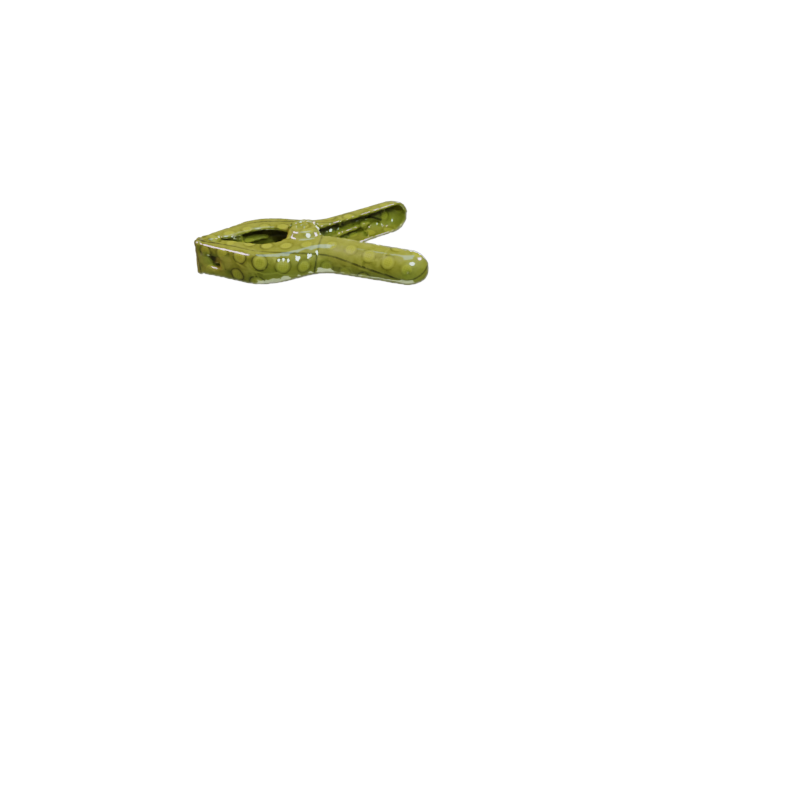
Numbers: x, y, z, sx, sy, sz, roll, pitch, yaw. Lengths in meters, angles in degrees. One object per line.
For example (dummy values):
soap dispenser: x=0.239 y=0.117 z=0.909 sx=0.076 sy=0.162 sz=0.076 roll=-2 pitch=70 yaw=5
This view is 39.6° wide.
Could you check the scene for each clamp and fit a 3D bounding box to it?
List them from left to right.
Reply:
clamp: x=-0.065 y=-0.119 z=0.833 sx=0.172 sy=0.037 sz=0.125 roll=2 pitch=24 yaw=3
